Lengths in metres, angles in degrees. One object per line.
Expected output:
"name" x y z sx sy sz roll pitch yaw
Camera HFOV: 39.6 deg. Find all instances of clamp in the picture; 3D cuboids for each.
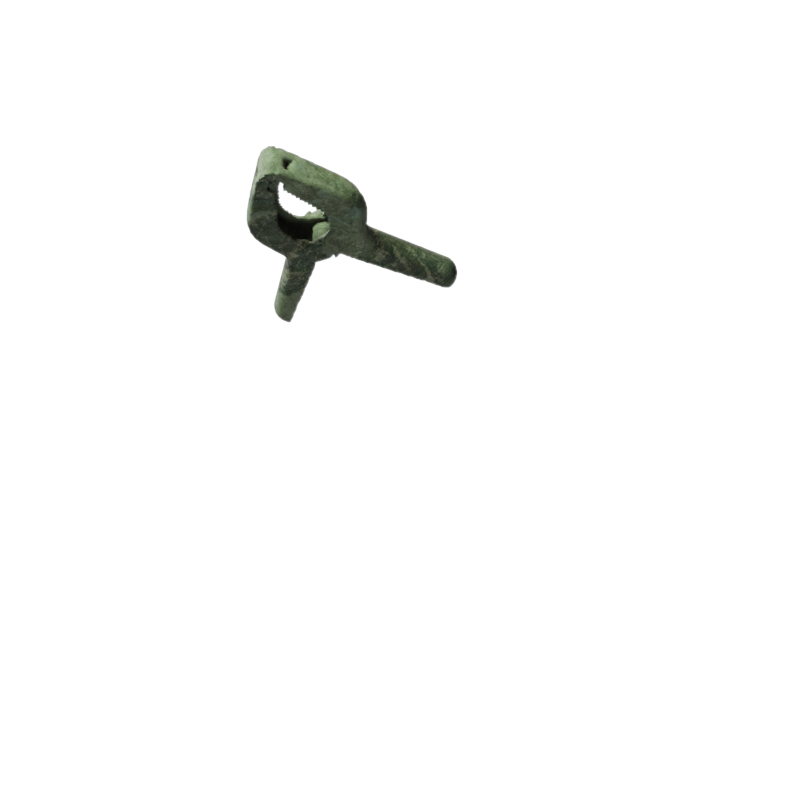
"clamp" -0.070 -0.127 0.890 0.166 0.039 0.194 -16 -33 25
